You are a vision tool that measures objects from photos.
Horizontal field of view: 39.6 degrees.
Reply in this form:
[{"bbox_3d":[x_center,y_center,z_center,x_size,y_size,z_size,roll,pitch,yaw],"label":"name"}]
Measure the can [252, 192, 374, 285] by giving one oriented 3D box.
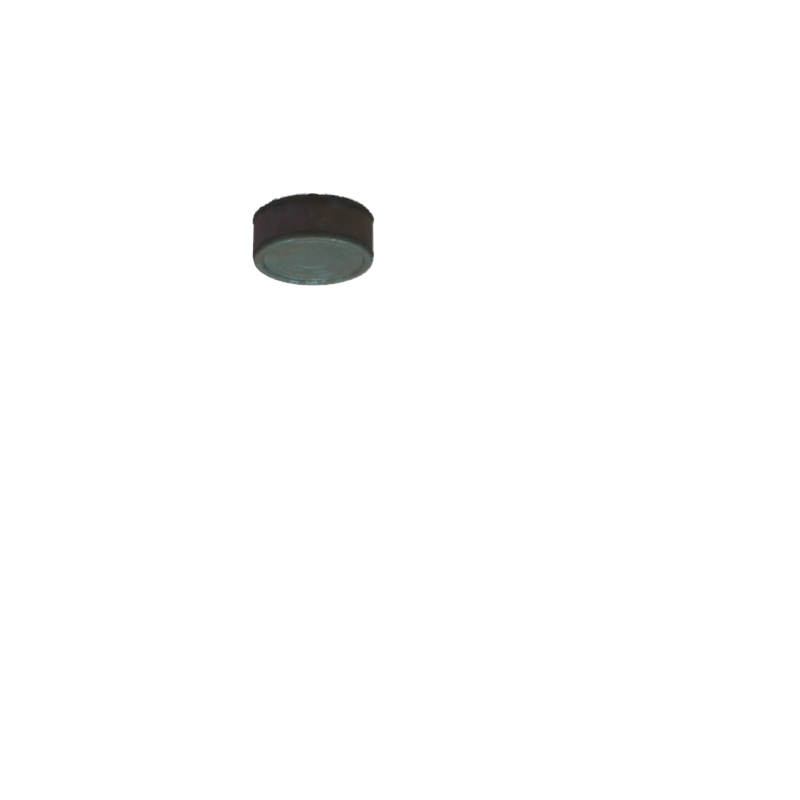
[{"bbox_3d":[-0.061,-0.111,0.776,0.086,0.035,0.082,0,-19,-2],"label":"can"}]
